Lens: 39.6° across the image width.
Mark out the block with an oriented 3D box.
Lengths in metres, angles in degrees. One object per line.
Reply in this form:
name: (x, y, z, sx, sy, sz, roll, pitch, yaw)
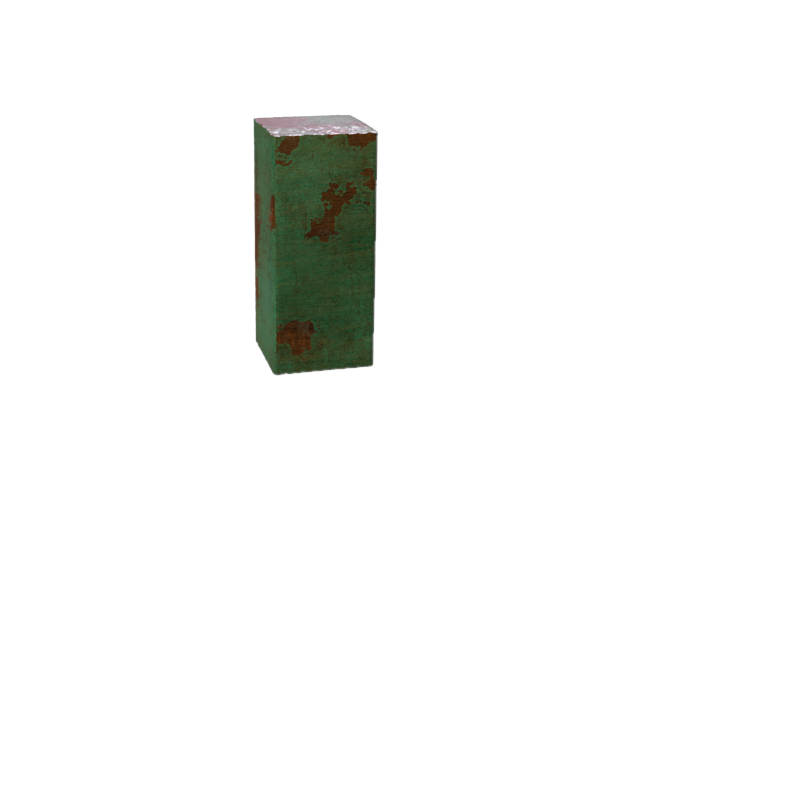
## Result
block: (-0.075, -0.138, 0.962, 0.089, 0.198, 0.095, -4, 19, -16)
